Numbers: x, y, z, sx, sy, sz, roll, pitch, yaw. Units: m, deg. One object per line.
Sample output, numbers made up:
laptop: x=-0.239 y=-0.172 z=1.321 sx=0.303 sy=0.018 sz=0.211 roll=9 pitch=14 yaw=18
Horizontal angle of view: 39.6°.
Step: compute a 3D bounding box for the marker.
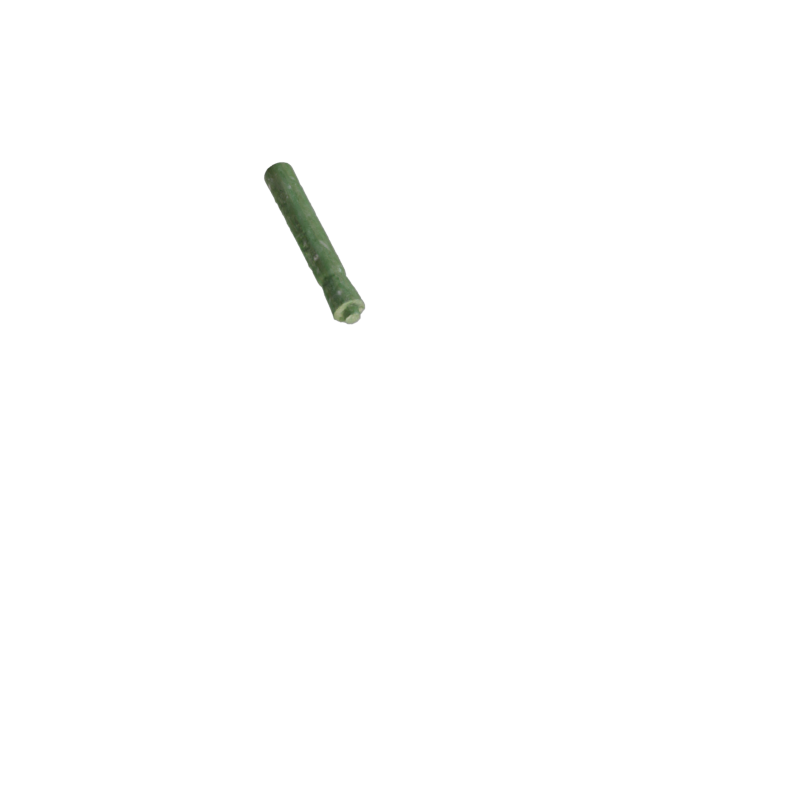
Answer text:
marker: x=-0.050 y=-0.091 z=0.639 sx=0.019 sy=0.131 sz=0.019 roll=-2 pitch=-42 yaw=-32
